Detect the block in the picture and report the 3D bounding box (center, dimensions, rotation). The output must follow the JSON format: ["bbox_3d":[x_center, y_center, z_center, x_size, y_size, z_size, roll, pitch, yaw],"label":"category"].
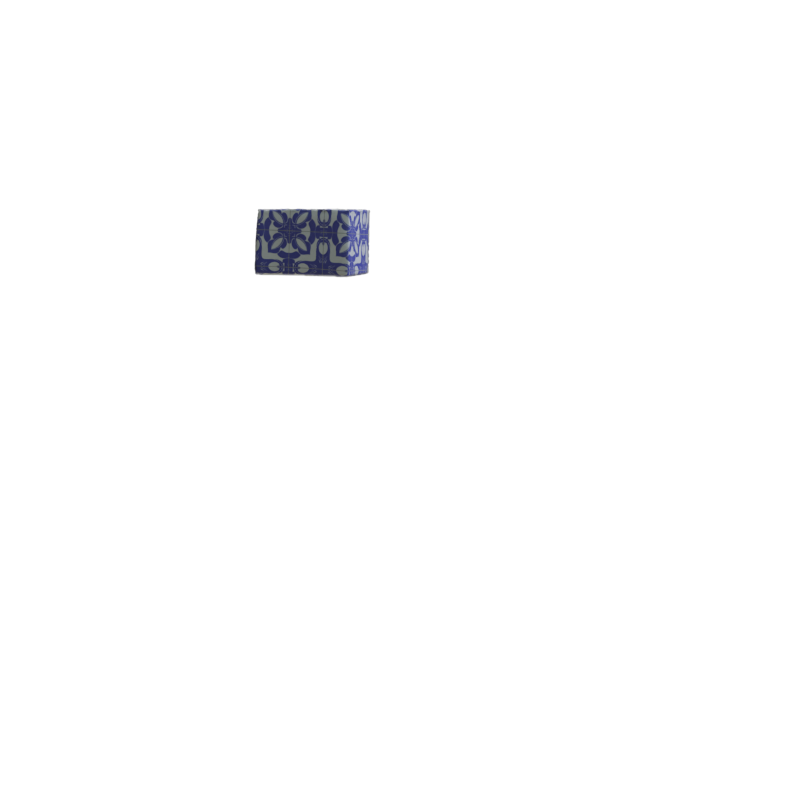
[{"bbox_3d":[-0.068,-0.123,0.863,0.080,0.051,0.052,3,6,19],"label":"block"}]
